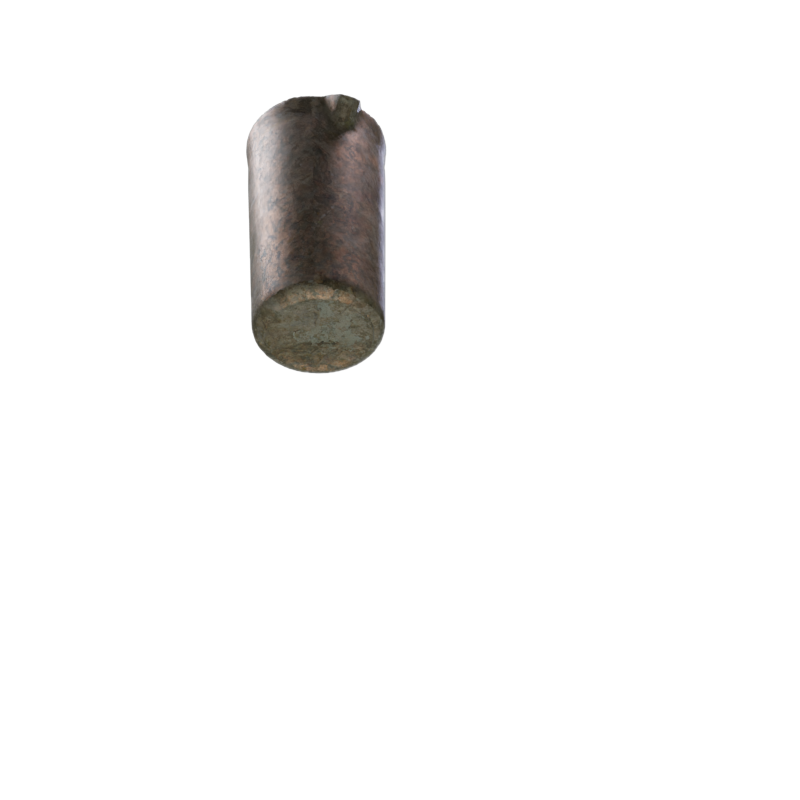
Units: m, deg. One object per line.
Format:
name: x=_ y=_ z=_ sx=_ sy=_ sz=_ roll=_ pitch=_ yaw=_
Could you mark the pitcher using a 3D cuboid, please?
pitcher: x=-0.077 y=-0.140 z=0.978 sx=0.146 sy=0.261 sz=0.137 roll=-16 pitch=-44 yaw=13
